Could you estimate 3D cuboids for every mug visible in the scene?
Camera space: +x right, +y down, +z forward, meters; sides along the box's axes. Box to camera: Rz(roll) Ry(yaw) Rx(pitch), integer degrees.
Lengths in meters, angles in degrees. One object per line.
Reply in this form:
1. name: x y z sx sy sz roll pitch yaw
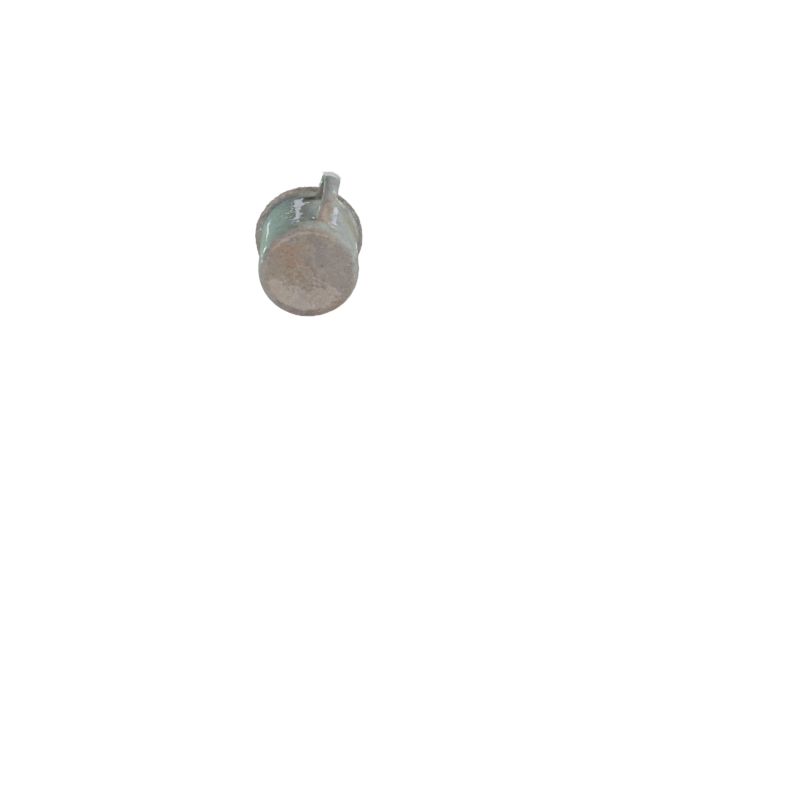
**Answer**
1. mug: -0.072 -0.131 0.919 0.092 0.113 0.086 18 23 -10
